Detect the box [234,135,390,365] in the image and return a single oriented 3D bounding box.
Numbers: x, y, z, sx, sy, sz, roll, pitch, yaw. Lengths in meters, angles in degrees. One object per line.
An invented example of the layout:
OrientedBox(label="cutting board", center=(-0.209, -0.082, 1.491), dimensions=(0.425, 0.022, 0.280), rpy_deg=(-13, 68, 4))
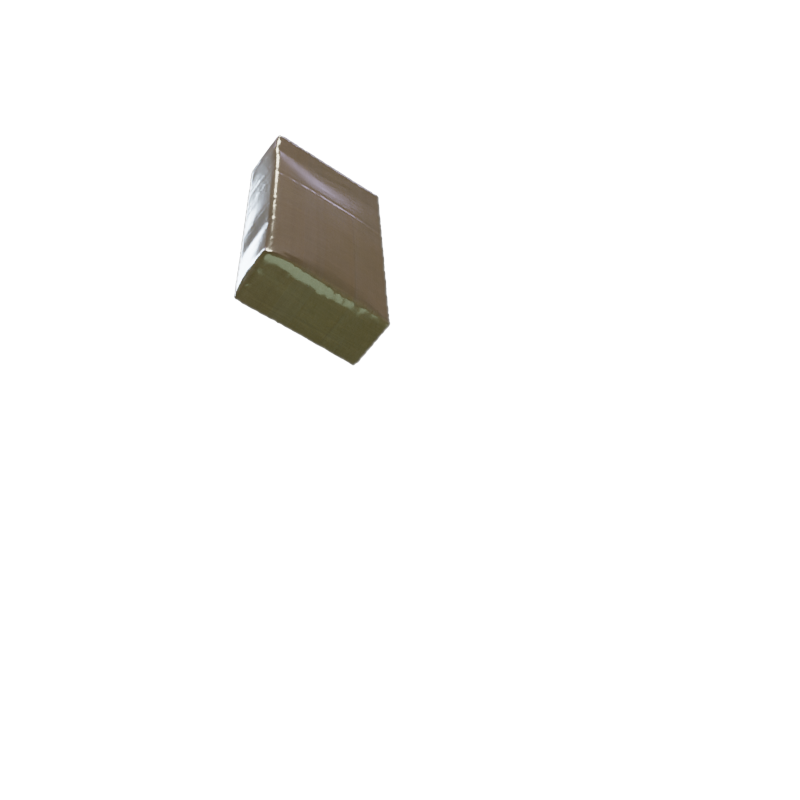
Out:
OrientedBox(label="box", center=(-0.059, -0.107, 0.749), dimensions=(0.090, 0.047, 0.188), rpy_deg=(29, 26, -20))
